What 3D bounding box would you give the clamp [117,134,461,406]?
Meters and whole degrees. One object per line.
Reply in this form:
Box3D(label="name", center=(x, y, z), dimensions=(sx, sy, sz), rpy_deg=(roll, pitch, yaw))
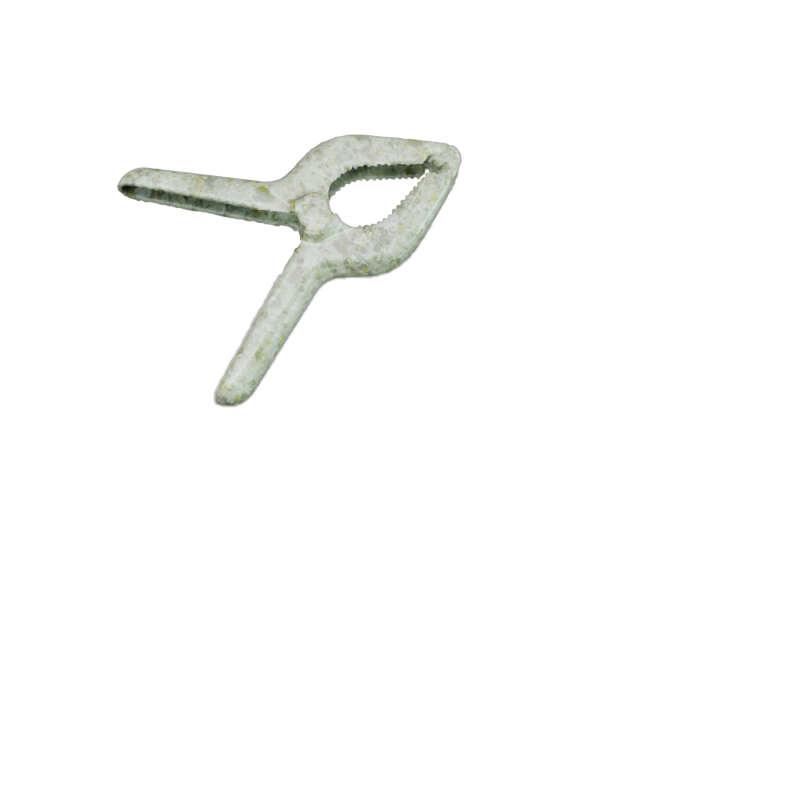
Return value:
Box3D(label="clamp", center=(-0.054, -0.098, 0.686), dimensions=(0.209, 0.173, 0.035), rpy_deg=(-19, -18, -7))
